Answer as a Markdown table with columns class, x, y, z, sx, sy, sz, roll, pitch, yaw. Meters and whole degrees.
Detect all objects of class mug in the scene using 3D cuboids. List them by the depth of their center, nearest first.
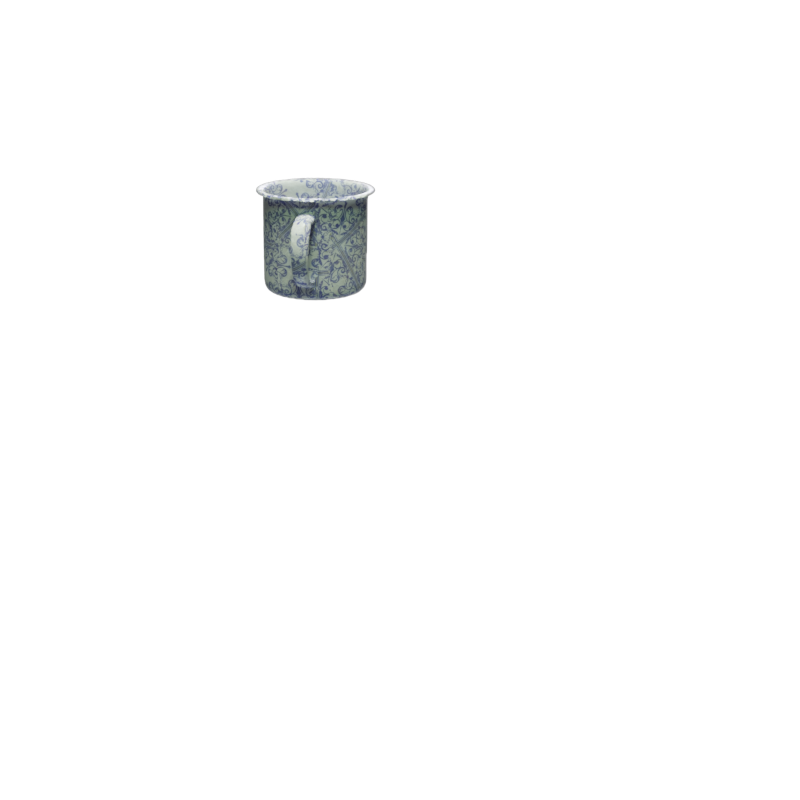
| class | x | y | z | sx | sy | sz | roll | pitch | yaw |
| --- | --- | --- | --- | --- | --- | --- | --- | --- | --- |
| mug | -0.068 | -0.123 | 0.864 | 0.094 | 0.079 | 0.121 | 2 | 19 | 4 |
